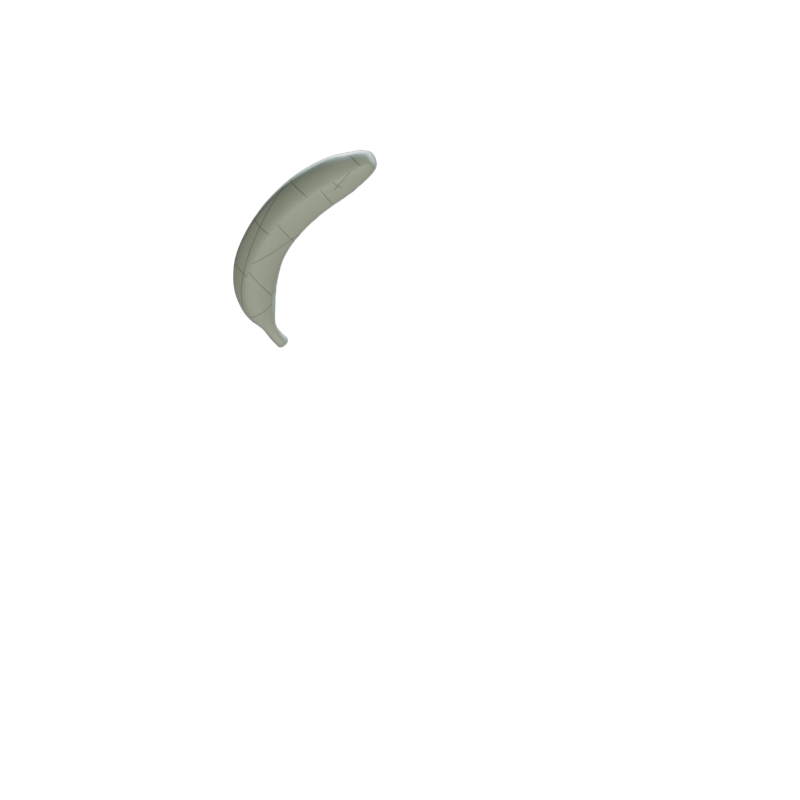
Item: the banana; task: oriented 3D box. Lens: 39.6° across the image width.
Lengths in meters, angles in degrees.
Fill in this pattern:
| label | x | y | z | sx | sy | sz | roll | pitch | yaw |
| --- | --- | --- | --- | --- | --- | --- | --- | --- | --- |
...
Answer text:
| label | x | y | z | sx | sy | sz | roll | pitch | yaw |
| --- | --- | --- | --- | --- | --- | --- | --- | --- | --- |
| banana | -0.087 | -0.128 | 0.879 | 0.067 | 0.190 | 0.039 | 19 | 37 | -16 |
